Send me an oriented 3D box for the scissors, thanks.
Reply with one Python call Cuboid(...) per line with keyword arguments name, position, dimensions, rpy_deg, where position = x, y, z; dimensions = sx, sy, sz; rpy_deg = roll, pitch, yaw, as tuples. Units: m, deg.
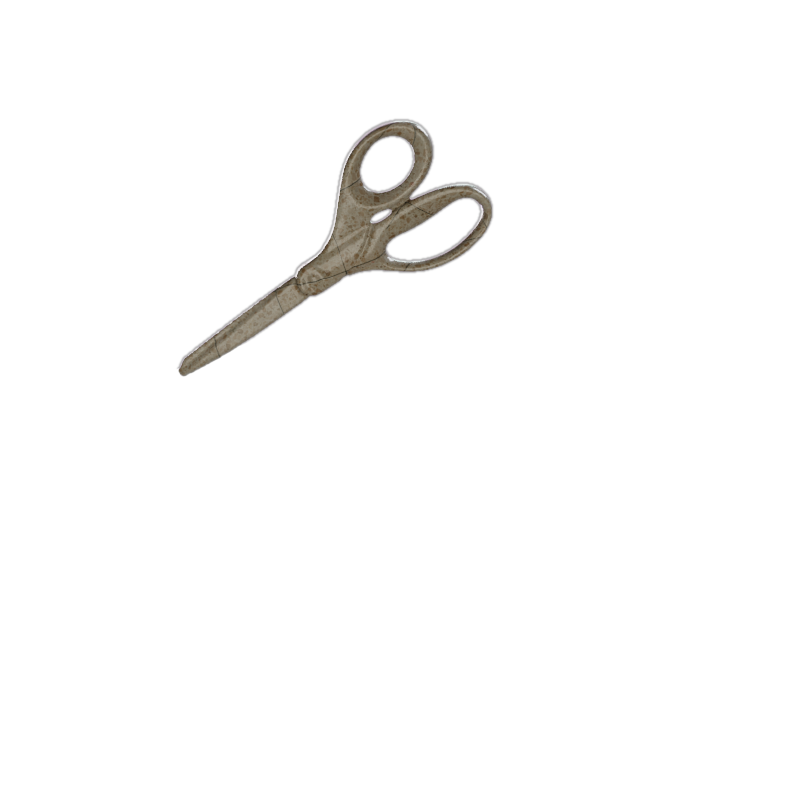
Cuboid(name="scissors", position=(-0.049, -0.089, 0.624), dimensions=(0.202, 0.093, 0.016), rpy_deg=(-20, 13, 5))
